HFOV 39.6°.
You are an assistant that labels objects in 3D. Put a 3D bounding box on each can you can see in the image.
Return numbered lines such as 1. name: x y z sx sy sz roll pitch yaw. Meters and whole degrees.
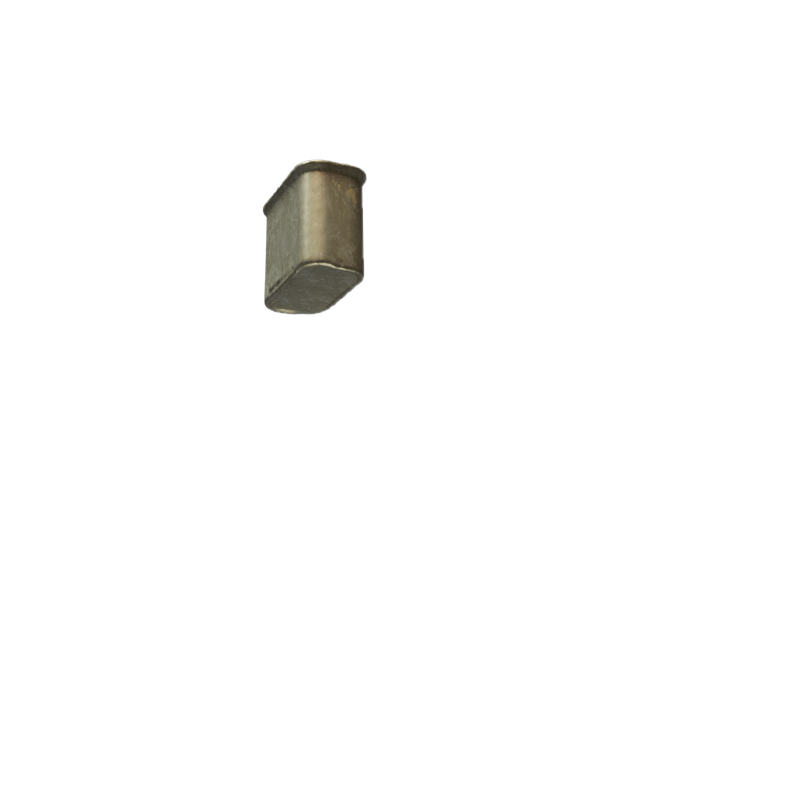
1. can: -0.065 -0.119 0.834 0.055 0.088 0.100 9 -23 -24
